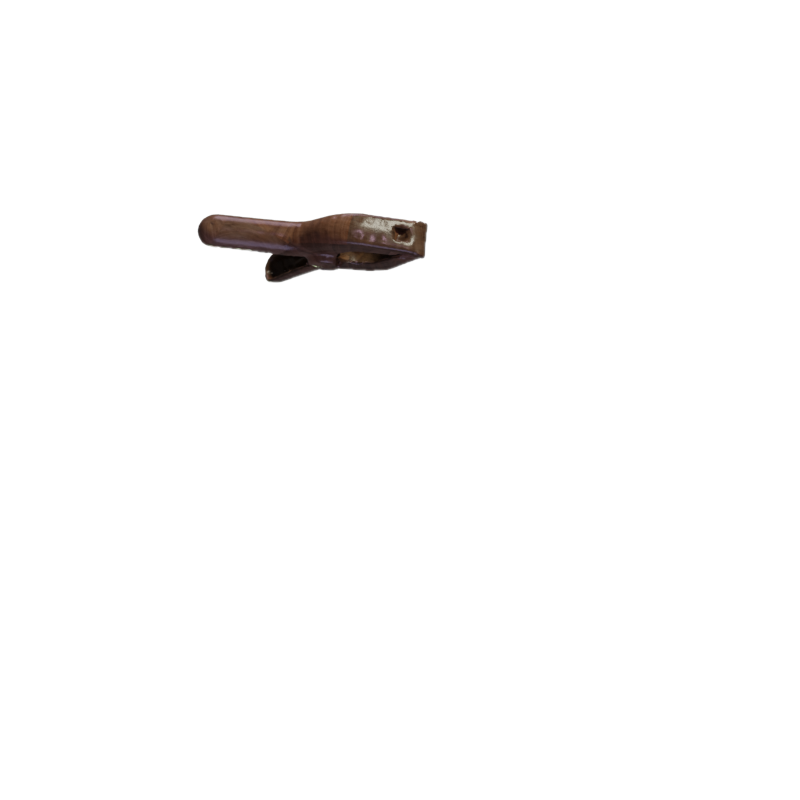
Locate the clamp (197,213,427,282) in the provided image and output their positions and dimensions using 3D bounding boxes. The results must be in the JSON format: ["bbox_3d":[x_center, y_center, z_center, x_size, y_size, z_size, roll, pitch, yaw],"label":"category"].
[{"bbox_3d":[-0.067,-0.121,0.851,0.176,0.040,0.114,-4,-8,33],"label":"clamp"}]
